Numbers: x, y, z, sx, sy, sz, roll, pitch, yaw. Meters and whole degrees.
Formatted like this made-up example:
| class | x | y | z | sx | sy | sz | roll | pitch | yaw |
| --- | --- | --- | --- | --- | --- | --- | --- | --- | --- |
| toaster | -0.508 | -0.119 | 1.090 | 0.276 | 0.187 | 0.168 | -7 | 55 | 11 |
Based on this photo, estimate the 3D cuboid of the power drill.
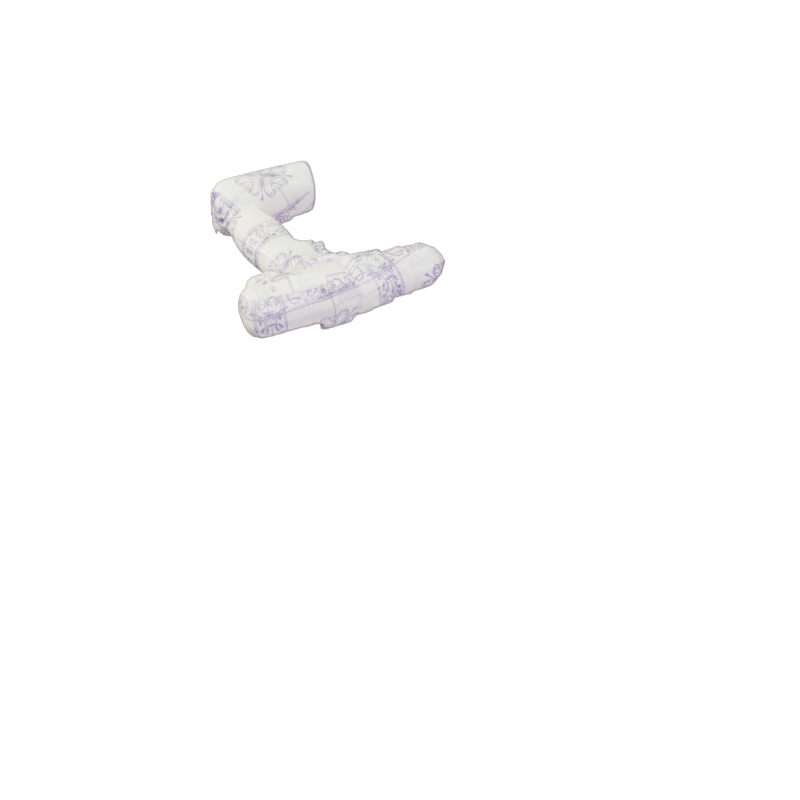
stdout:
| class | x | y | z | sx | sy | sz | roll | pitch | yaw |
| --- | --- | --- | --- | --- | --- | --- | --- | --- | --- |
| power drill | -0.077 | -0.141 | 0.986 | 0.182 | 0.054 | 0.203 | -17 | 43 | -19 |
